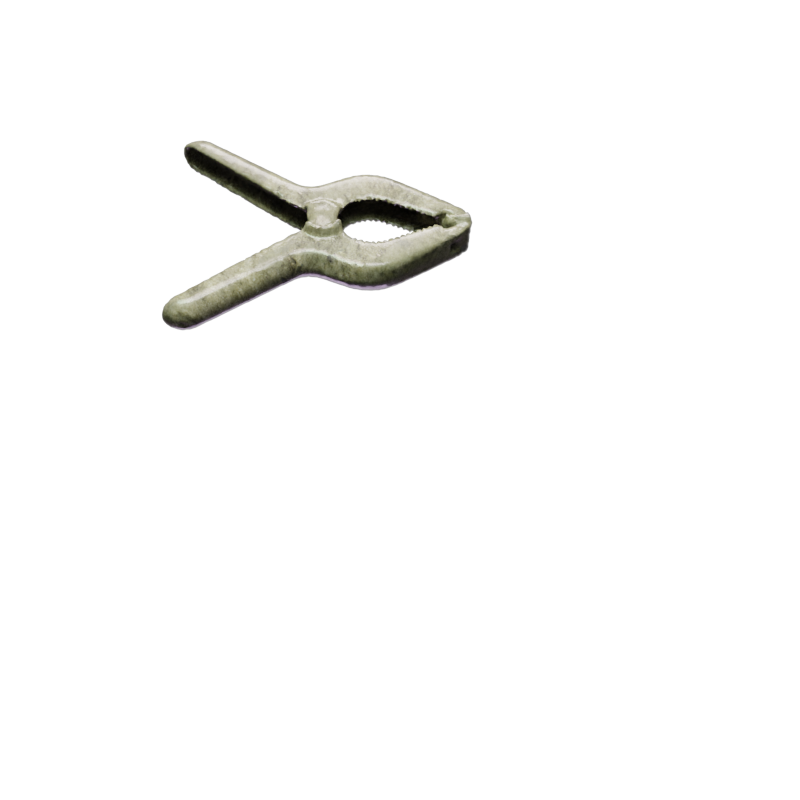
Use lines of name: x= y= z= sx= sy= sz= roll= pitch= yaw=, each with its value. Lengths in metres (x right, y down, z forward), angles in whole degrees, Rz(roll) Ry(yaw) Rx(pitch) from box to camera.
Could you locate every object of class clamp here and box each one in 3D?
clamp: x=-0.059 y=-0.107 z=0.751 sx=0.211 sy=0.175 sz=0.034 roll=5 pitch=-38 yaw=4
